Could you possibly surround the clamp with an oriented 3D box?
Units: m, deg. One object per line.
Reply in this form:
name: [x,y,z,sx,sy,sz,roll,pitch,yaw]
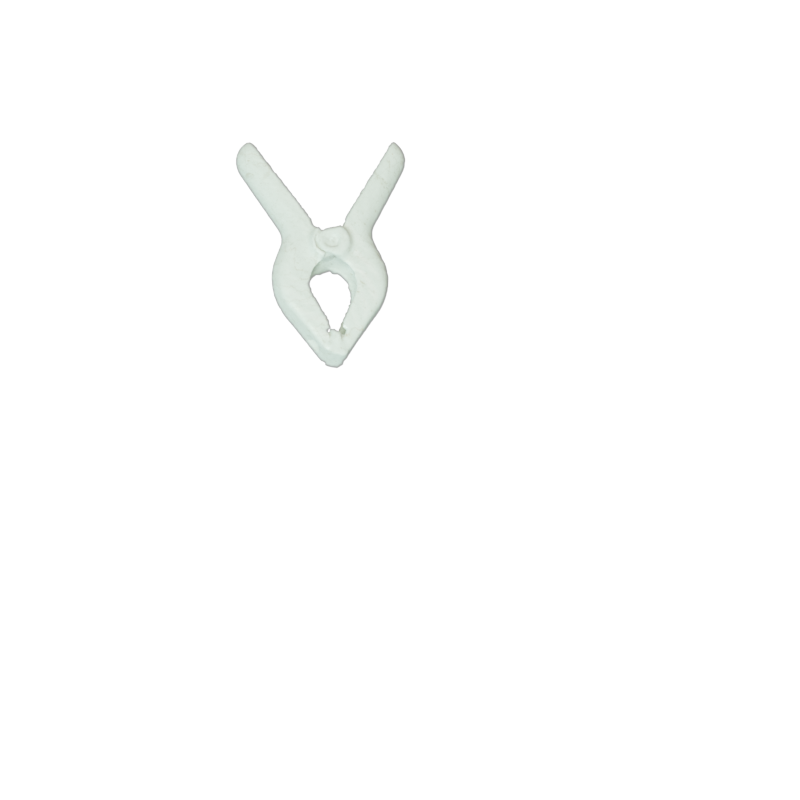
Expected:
clamp: [-0.060,-0.109,0.767,0.120,0.181,0.037,3,-27,1]
